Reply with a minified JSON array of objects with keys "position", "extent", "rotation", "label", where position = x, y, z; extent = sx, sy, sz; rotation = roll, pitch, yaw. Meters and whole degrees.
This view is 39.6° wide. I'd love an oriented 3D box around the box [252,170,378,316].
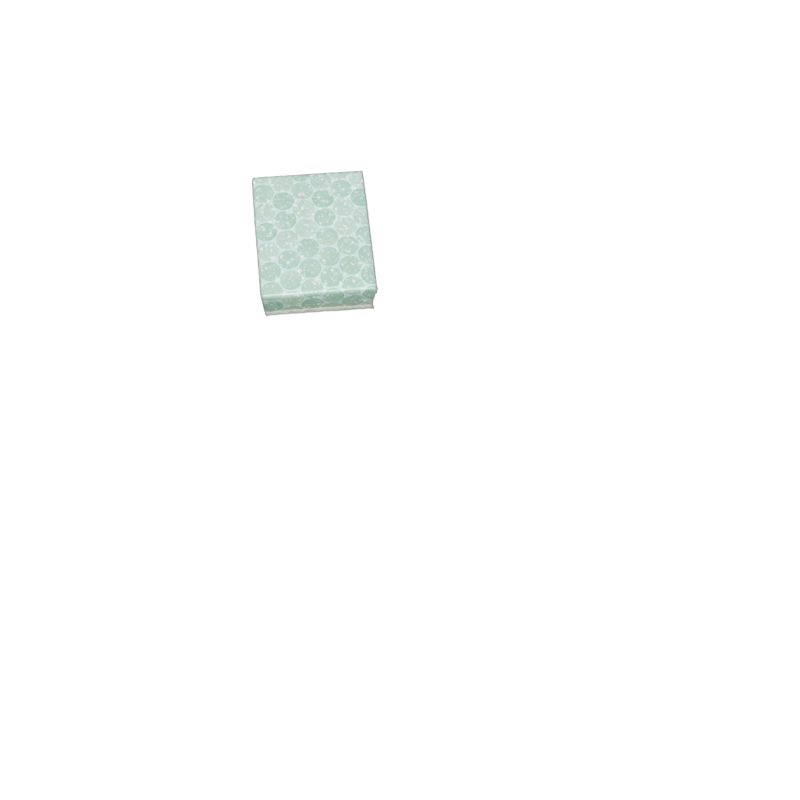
[{"position":[-0.069,-0.125,0.874],"extent":[0.089,0.121,0.037],"rotation":[-5,-26,-3],"label":"box"}]
